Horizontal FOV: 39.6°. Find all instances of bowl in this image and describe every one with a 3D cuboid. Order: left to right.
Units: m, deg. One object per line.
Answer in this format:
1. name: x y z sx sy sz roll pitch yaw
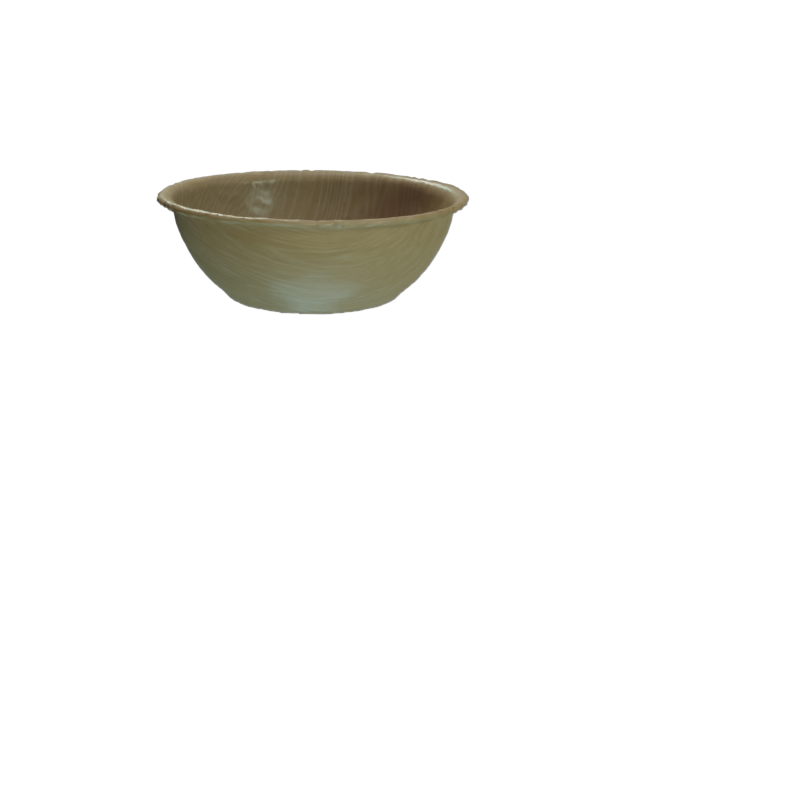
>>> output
1. bowl: -0.046 -0.083 0.582 0.162 0.053 0.168 -1 19 -2
